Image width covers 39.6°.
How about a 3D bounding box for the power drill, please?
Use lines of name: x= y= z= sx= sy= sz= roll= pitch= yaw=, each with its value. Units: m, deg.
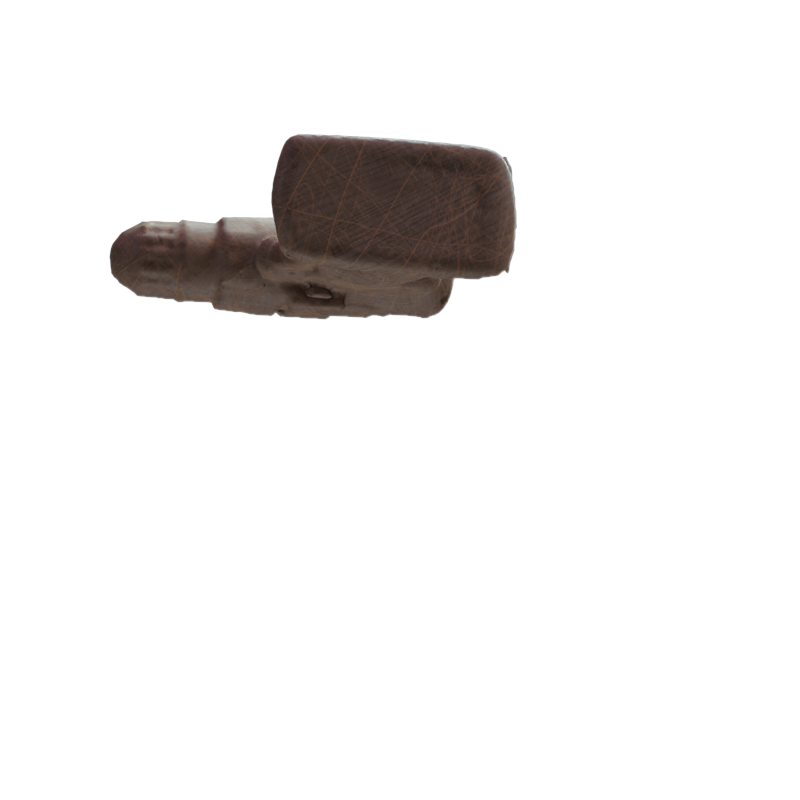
power drill: x=-0.041 y=-0.076 z=0.529 sx=0.181 sy=0.058 sz=0.188 roll=1 pitch=-3 yaw=-15
